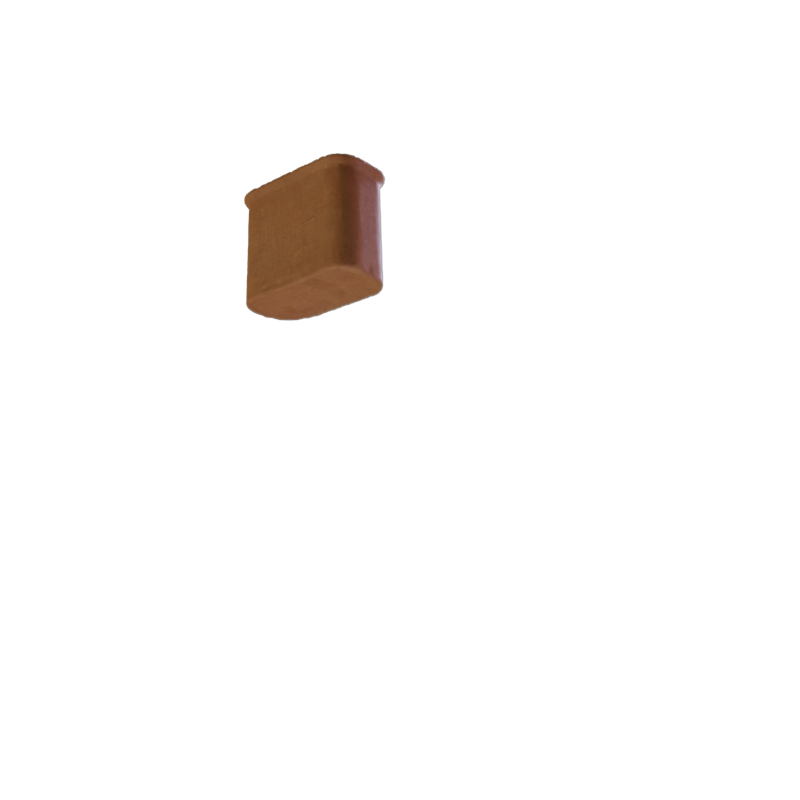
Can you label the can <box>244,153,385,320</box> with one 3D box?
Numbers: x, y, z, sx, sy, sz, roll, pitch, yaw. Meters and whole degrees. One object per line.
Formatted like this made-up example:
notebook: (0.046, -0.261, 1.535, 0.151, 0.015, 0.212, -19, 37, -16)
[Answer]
can: (-0.059, -0.108, 0.753, 0.103, 0.089, 0.054, -18, -29, 35)
